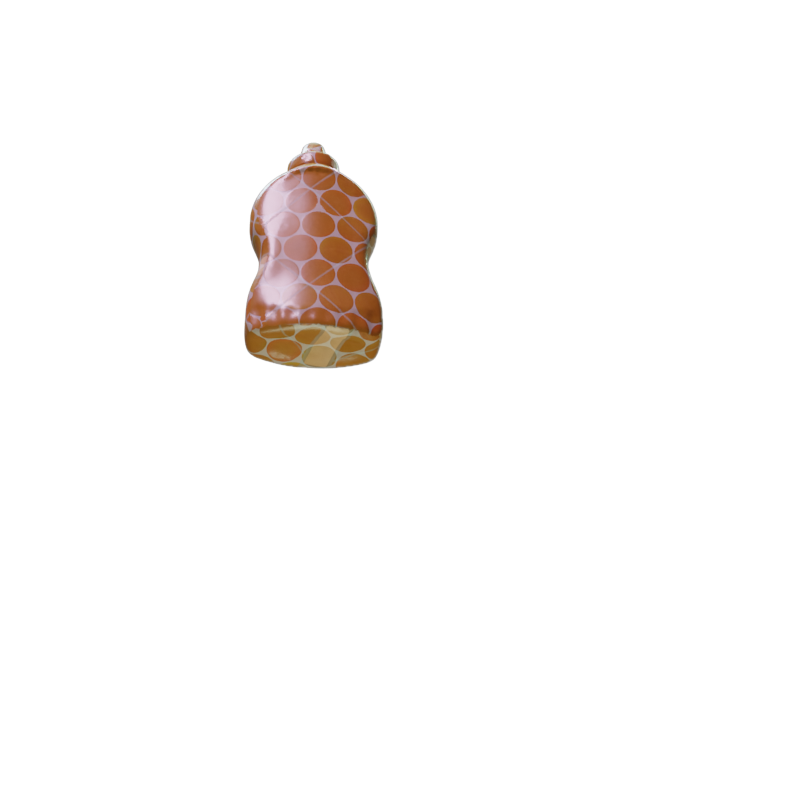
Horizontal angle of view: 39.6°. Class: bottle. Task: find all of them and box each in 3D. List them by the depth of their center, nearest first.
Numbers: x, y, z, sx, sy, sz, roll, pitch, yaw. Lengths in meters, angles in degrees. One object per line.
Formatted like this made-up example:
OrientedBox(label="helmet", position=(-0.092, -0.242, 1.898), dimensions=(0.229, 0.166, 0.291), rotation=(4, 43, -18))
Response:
OrientedBox(label="bottle", position=(-0.065, -0.117, 0.825), dimensions=(0.095, 0.205, 0.055), rotation=(1, -36, -4))
